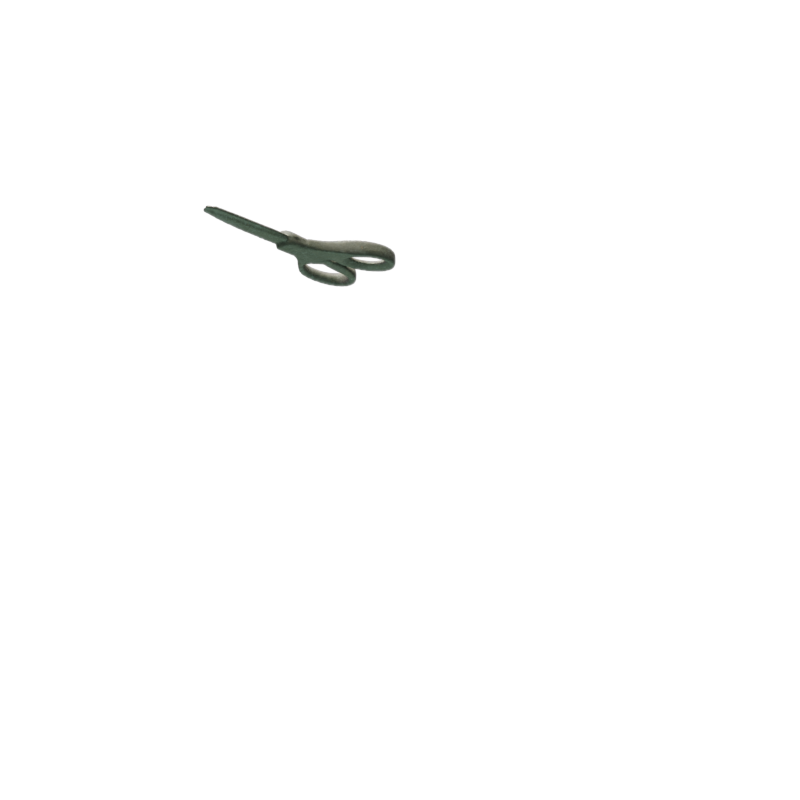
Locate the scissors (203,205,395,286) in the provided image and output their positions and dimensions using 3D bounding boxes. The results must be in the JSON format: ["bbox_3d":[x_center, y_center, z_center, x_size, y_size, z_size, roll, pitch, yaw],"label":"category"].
[{"bbox_3d":[-0.072,-0.132,0.922,0.098,0.016,0.190,-5,-14,22],"label":"scissors"}]
